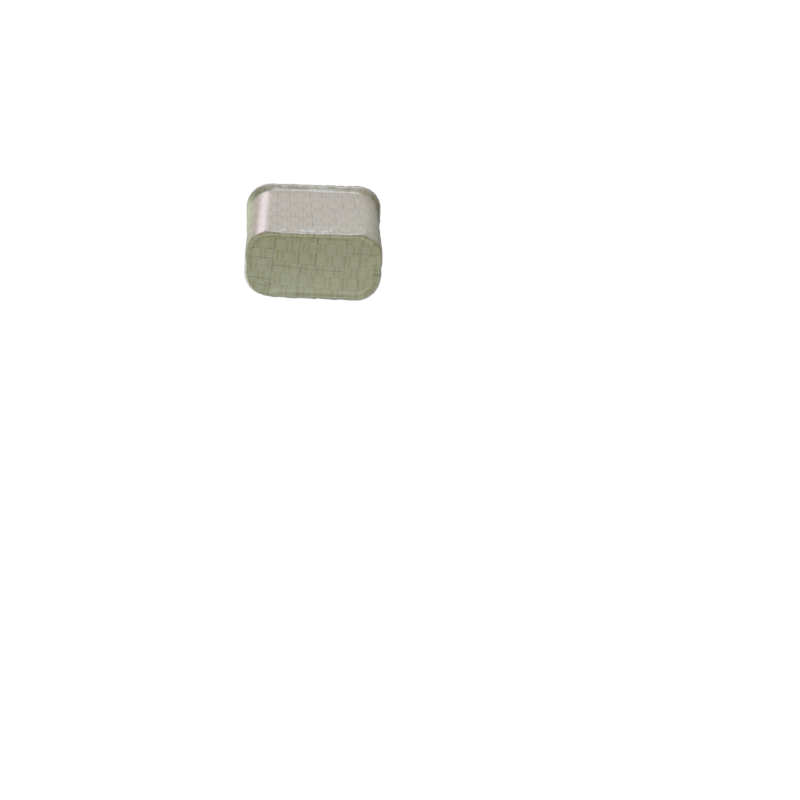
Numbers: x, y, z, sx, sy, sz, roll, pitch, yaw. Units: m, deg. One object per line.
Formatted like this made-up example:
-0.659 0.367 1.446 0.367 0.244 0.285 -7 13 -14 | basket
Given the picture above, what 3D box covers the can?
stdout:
-0.063 -0.115 0.808 0.102 0.054 0.089 1 30 -3 | can
